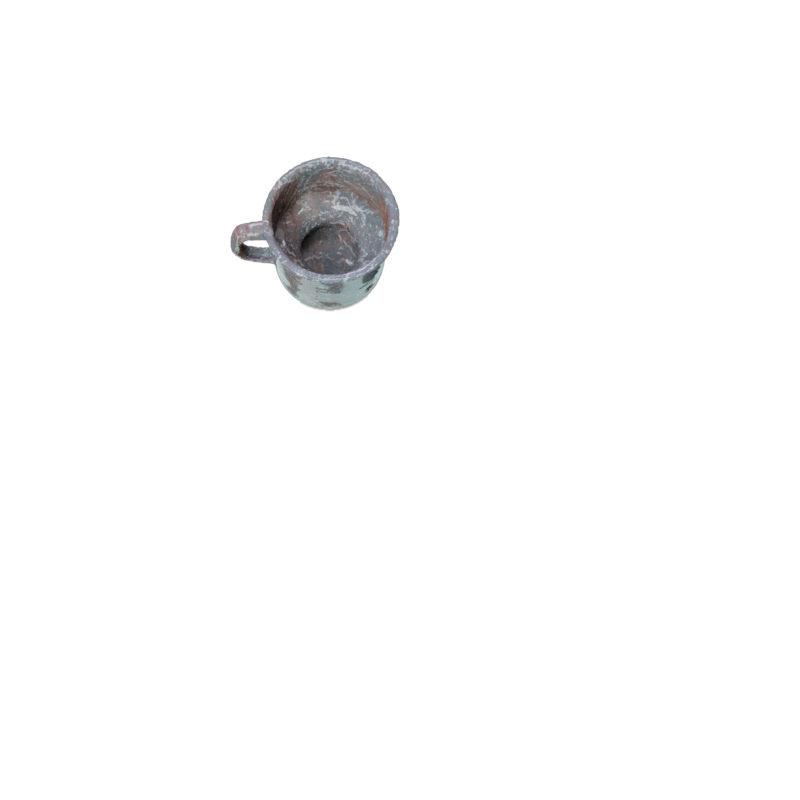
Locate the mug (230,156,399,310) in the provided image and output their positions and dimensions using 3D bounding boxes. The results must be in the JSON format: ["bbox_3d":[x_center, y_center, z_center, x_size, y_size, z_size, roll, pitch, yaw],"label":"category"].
[{"bbox_3d":[-0.062,-0.112,0.786,0.117,0.098,0.078,-6,-18,-3],"label":"mug"}]
